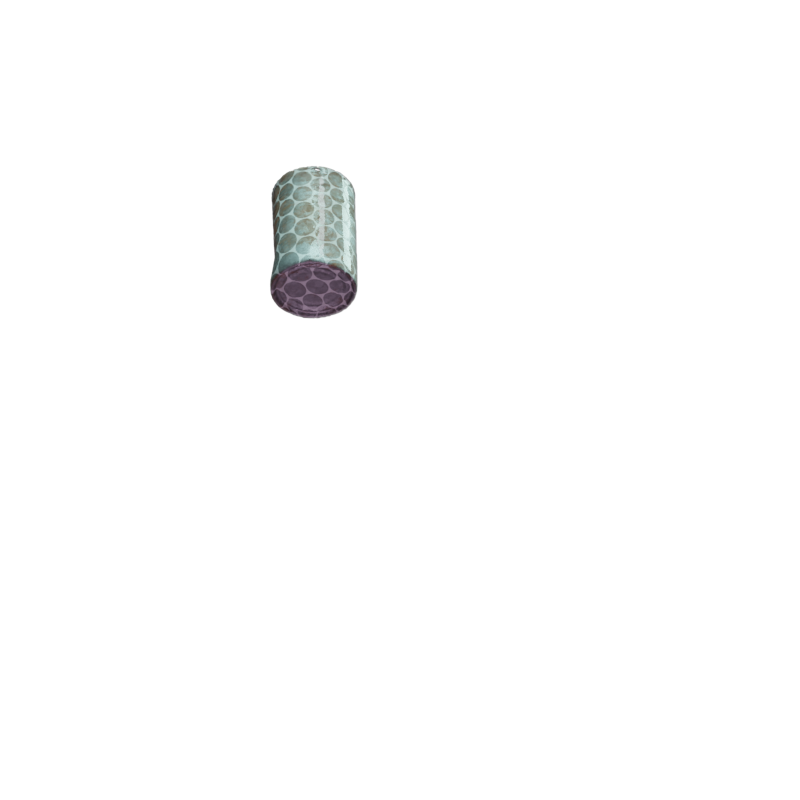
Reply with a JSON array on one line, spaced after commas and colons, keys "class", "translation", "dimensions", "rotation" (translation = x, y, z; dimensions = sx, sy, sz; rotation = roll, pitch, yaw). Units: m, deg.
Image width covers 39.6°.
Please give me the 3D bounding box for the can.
[{"class": "can", "translation": [-0.068, -0.123, 0.863], "dimensions": [0.068, 0.110, 0.064], "rotation": [-1, -39, -3]}]
